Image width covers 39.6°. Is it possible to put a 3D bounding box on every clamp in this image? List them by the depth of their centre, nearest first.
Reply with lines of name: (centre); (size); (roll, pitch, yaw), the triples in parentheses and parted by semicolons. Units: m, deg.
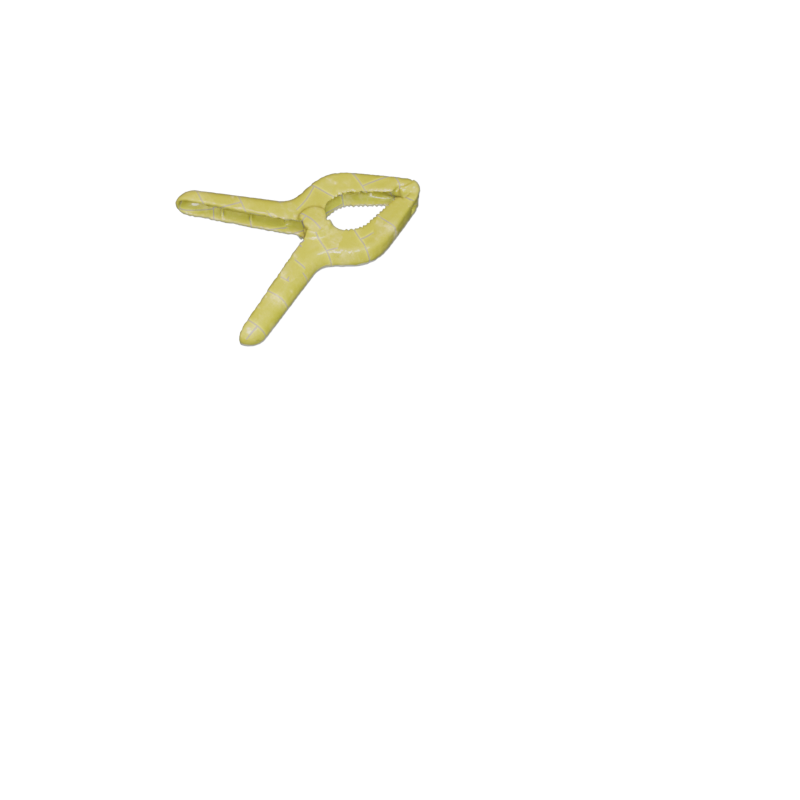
clamp: (-0.075, -0.137, 0.962); (0.208, 0.176, 0.034); (-16, -30, -9)
